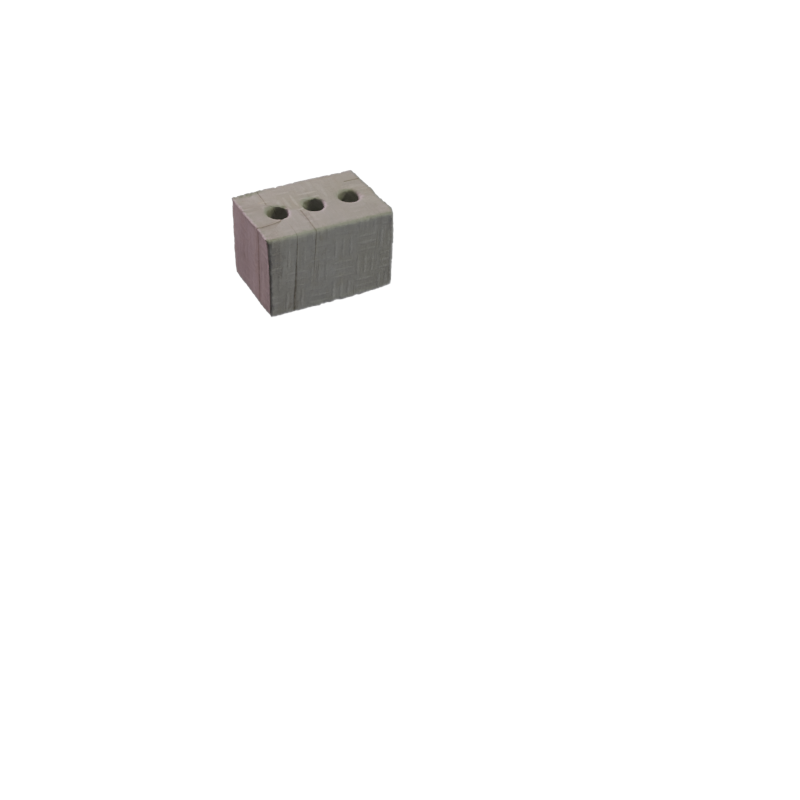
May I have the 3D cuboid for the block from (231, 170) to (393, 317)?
[{"bbox_3d":[-0.049,-0.089,0.625,0.077,0.048,0.057,-17,40,-22],"label":"block"}]
